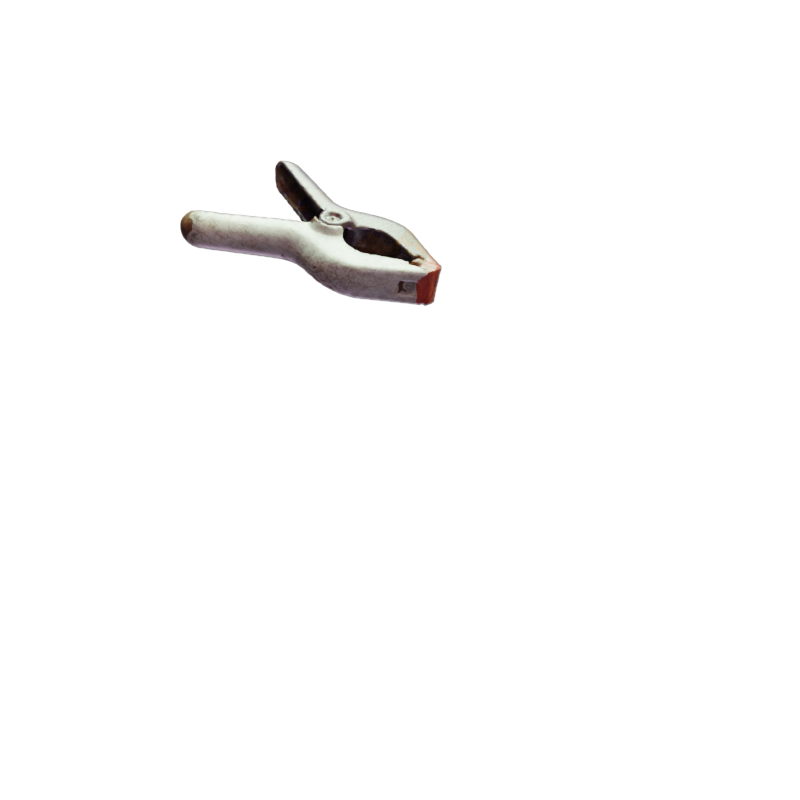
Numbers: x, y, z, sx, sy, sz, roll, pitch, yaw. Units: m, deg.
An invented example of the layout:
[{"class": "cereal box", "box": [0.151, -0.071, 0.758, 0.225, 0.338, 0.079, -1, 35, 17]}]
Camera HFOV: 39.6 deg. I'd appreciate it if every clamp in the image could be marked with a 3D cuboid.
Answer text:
[{"class": "clamp", "box": [-0.057, -0.105, 0.733, 0.182, 0.037, 0.121, 30, 48, 31]}]
